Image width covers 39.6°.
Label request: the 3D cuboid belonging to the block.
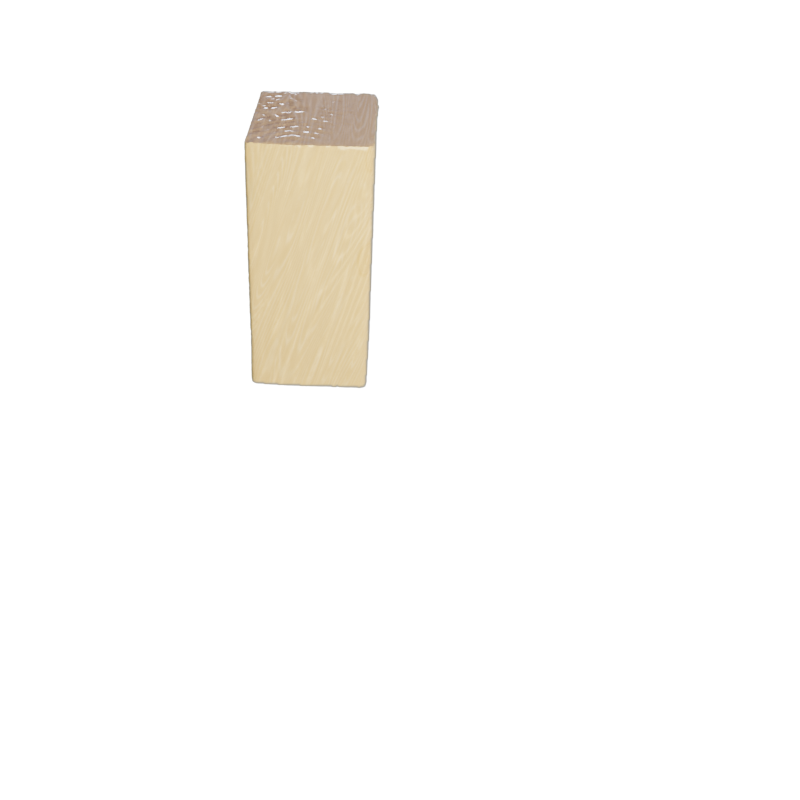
[{"bbox_3d":[-0.065,-0.119,0.835,0.090,0.193,0.096,3,33,1],"label":"block"}]
